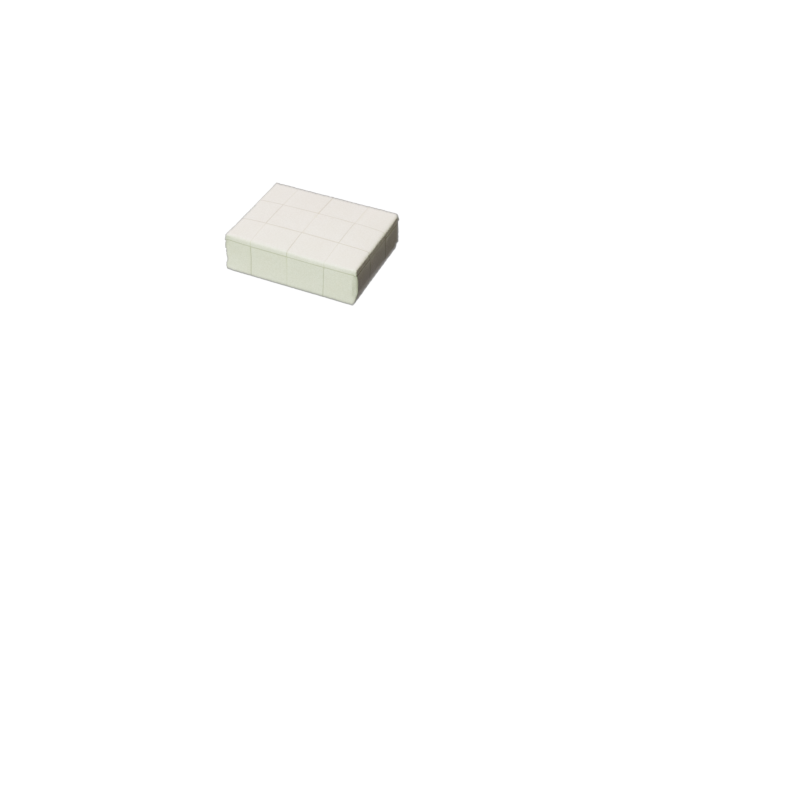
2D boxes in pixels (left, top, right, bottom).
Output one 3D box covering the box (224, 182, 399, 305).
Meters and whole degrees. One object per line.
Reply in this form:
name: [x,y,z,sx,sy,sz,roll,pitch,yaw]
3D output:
box: [-0.069,-0.125,0.876,0.117,0.036,0.093,15,39,18]
